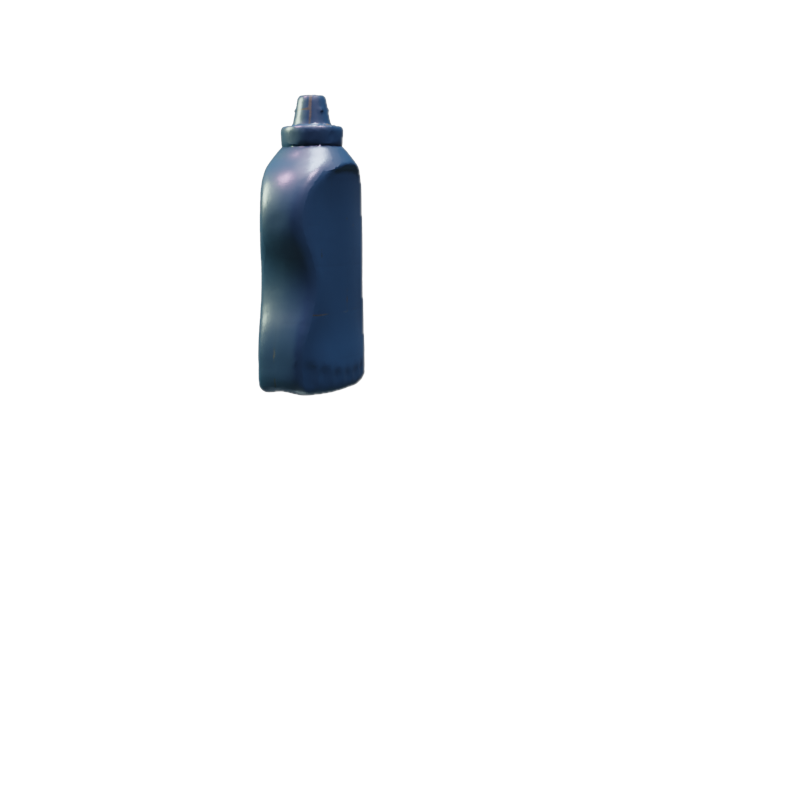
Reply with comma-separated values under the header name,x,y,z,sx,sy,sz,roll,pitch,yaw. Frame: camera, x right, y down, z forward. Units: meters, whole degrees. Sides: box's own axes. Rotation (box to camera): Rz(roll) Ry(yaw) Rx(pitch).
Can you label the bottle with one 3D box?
name,x,y,z,sx,sy,sz,roll,pitch,yaw
bottle,-0.058,-0.104,0.732,0.060,0.190,0.094,2,4,27
